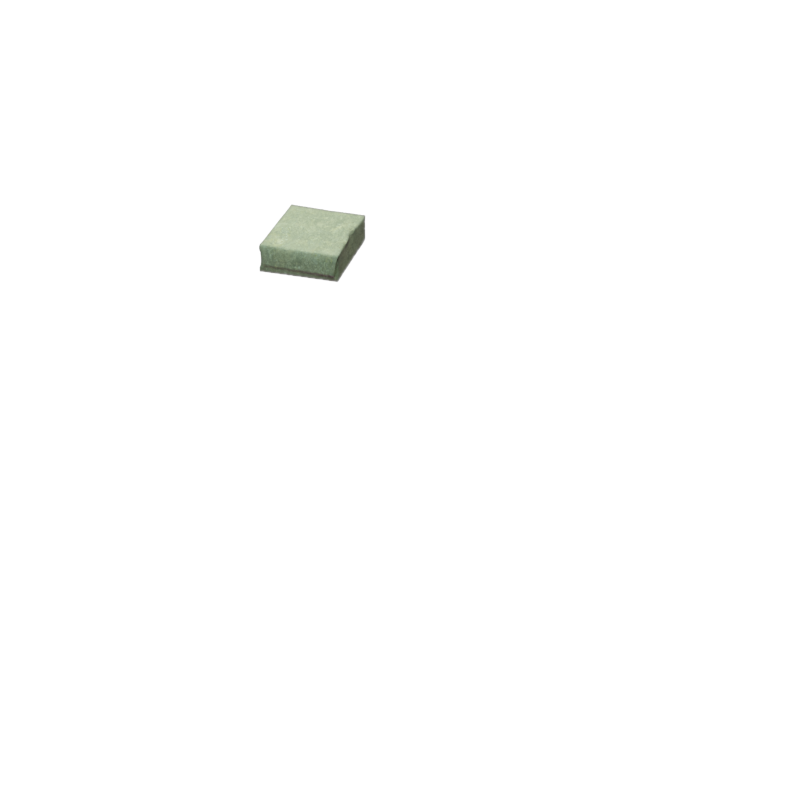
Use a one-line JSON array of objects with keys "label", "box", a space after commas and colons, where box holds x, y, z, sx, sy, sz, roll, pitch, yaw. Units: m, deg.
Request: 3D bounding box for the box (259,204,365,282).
[{"label": "box", "box": [-0.078, -0.142, 0.995, 0.075, 0.028, 0.093, 9, 34, 13]}]
